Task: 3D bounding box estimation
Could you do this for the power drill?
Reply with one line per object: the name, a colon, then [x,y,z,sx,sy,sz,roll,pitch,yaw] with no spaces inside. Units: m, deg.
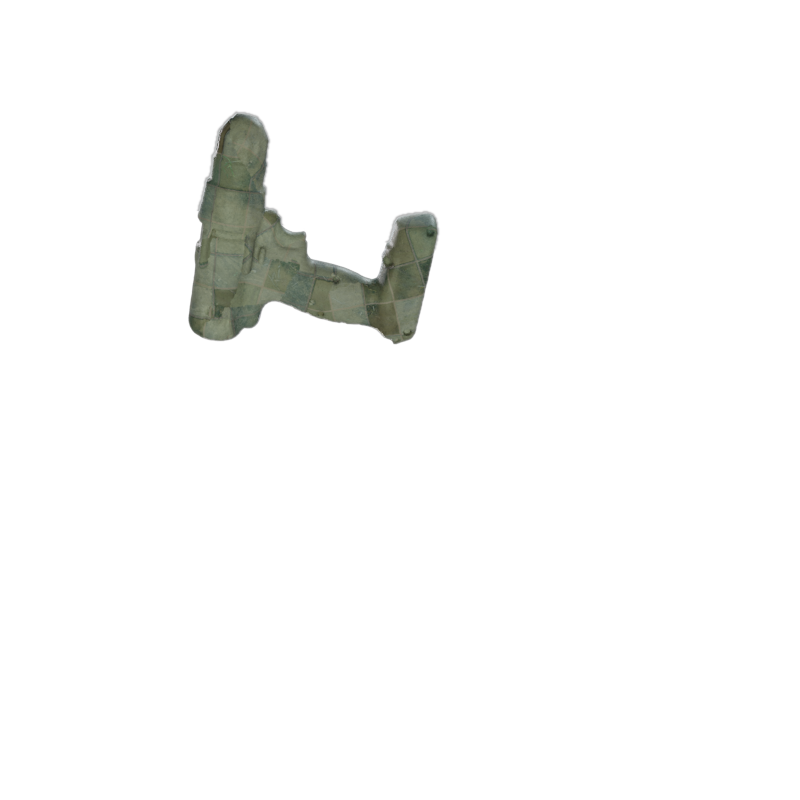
power drill: [-0.069,-0.126,0.884,0.186,0.178,0.060,10,19,-4]
